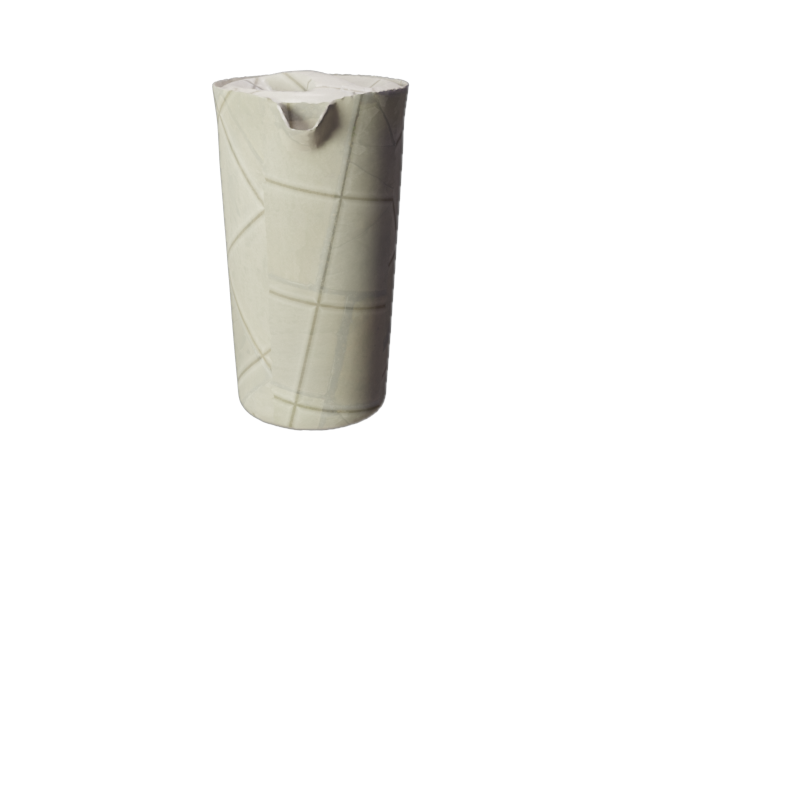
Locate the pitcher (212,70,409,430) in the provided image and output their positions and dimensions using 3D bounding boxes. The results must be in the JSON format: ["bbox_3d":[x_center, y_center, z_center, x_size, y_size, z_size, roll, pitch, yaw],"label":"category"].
[{"bbox_3d":[-0.062,-0.113,0.791,0.146,0.234,0.153,-16,24,-43],"label":"pitcher"}]
